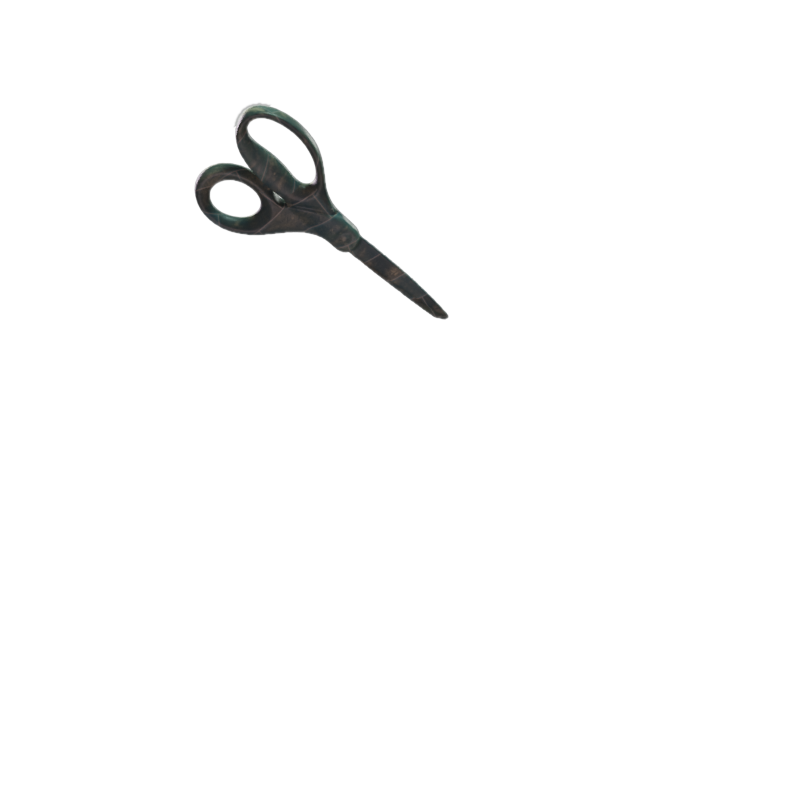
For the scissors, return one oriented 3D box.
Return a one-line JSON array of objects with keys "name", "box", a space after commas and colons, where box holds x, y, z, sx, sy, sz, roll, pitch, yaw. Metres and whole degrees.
[{"name": "scissors", "box": [-0.058, -0.105, 0.738, 0.096, 0.190, 0.017, -28, 27, 15]}]
